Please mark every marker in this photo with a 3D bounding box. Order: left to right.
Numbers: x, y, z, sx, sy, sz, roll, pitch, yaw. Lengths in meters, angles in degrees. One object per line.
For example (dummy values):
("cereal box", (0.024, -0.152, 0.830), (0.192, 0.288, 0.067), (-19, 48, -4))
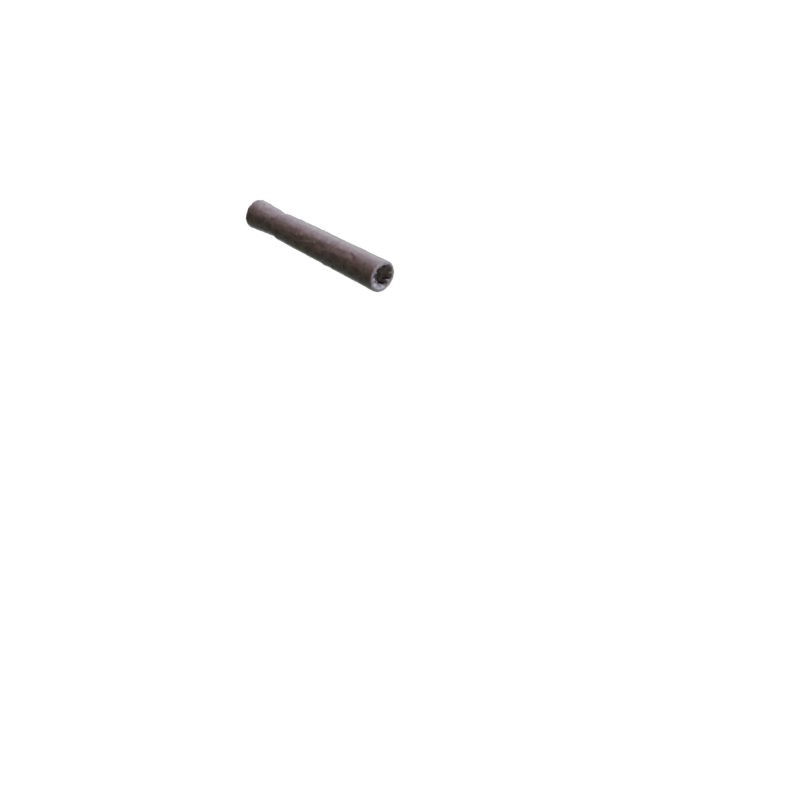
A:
("marker", (-0.052, -0.094, 0.658), (0.019, 0.019, 0.129), (-3, 26, -44))
